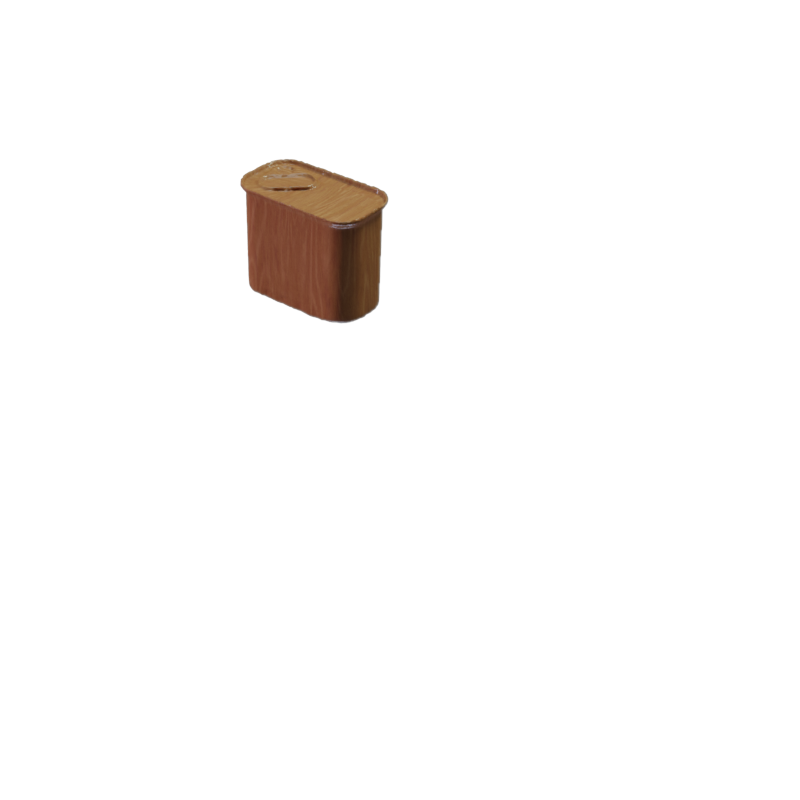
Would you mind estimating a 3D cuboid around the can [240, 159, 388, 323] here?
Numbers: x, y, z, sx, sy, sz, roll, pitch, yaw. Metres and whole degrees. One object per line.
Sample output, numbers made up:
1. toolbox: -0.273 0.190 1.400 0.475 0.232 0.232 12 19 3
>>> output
1. can: -0.060 -0.110 0.767 0.108 0.079 0.058 24 40 30
